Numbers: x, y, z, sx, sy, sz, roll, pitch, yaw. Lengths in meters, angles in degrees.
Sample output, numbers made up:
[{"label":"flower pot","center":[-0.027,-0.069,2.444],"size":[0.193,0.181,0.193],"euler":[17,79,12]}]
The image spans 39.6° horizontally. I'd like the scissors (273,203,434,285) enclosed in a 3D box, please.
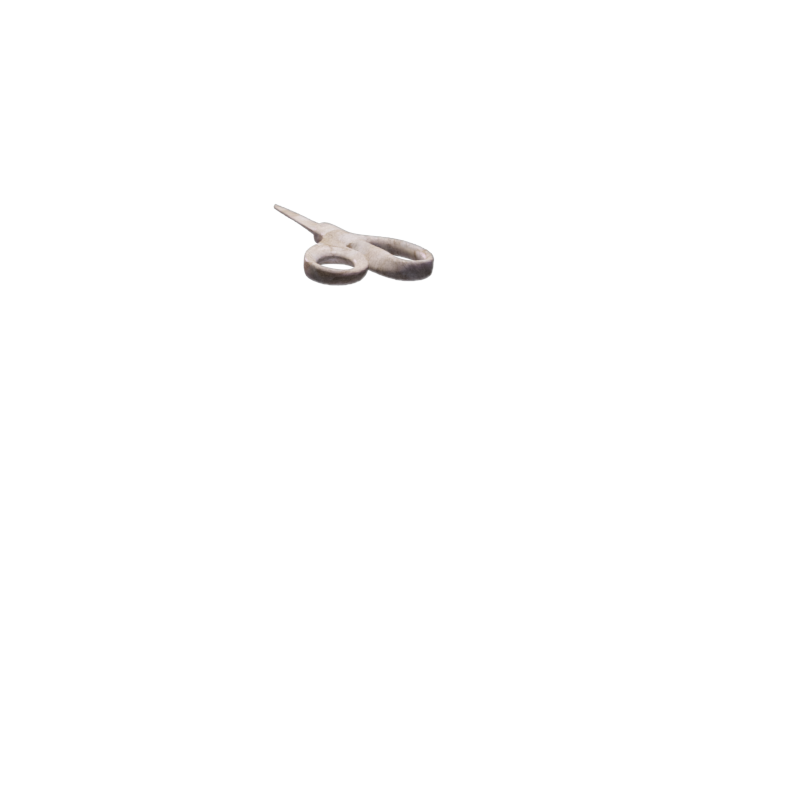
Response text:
[{"label":"scissors","center":[-0.063,-0.115,0.806],"size":[0.094,0.015,0.214],"euler":[-19,30,-38]}]
